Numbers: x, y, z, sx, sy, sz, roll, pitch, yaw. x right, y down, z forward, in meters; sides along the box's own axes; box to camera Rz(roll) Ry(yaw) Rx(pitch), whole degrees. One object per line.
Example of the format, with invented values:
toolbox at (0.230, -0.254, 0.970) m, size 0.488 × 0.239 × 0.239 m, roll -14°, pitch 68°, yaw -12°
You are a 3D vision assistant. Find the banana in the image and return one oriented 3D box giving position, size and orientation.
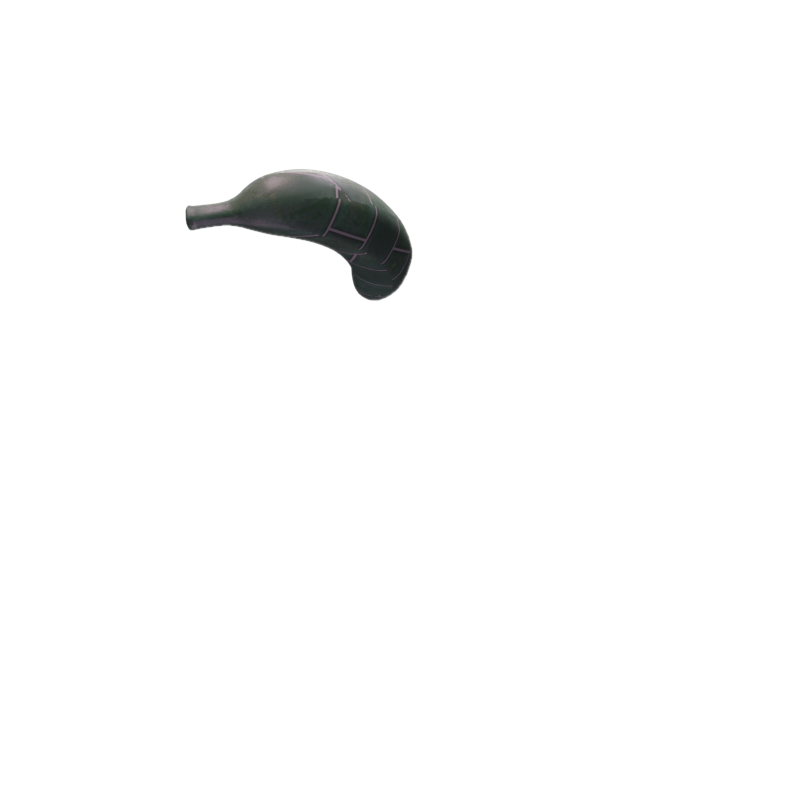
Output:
banana at (-0.033, -0.090, 0.602) m, size 0.071 × 0.038 × 0.187 m, roll -6°, pitch -11°, yaw 27°
